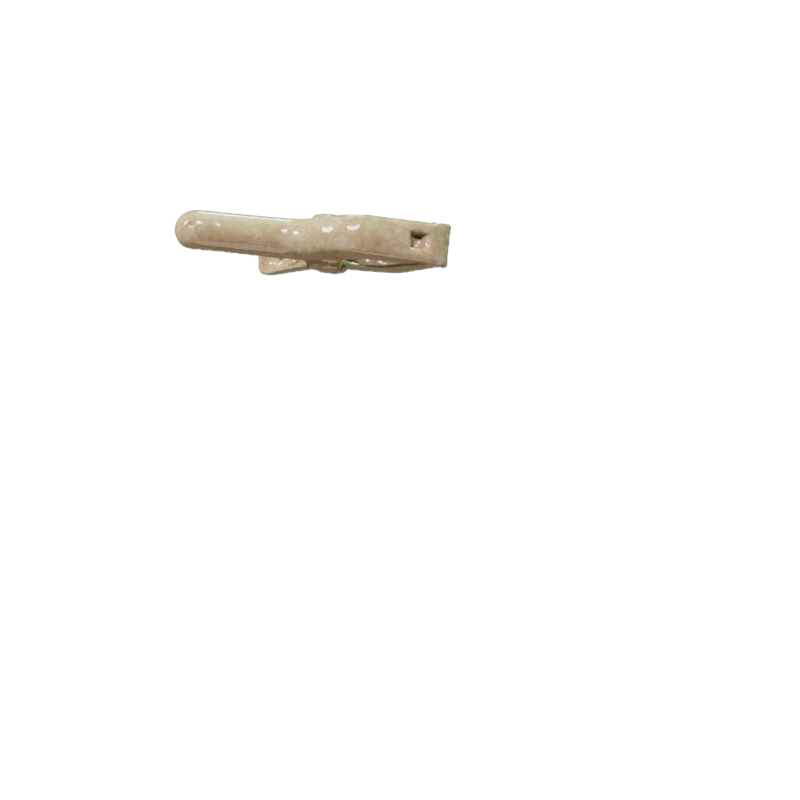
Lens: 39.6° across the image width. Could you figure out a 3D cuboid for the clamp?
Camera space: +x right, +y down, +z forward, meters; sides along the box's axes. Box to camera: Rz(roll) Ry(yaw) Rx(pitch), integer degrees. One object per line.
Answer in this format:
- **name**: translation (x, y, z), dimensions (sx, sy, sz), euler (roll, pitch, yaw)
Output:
- **clamp**: translation (-0.056, -0.101, 0.711), dimensions (0.177, 0.039, 0.115), euler (1, 1, 34)
